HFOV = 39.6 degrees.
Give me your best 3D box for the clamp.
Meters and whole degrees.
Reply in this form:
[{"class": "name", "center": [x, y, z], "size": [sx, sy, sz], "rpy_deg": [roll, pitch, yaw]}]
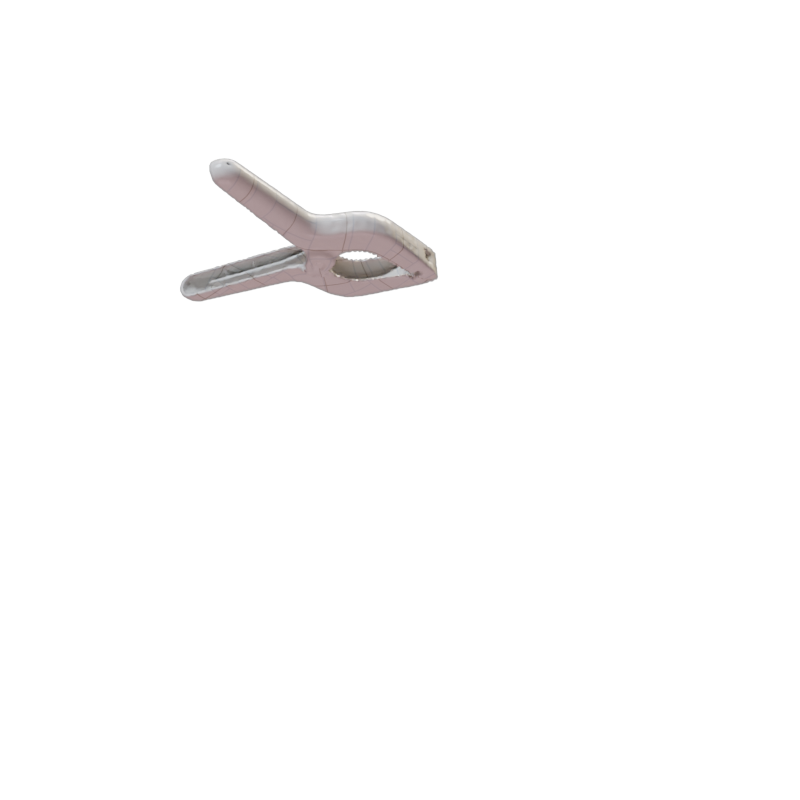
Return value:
[{"class": "clamp", "center": [-0.070, -0.127, 0.892], "size": [0.208, 0.039, 0.155], "rpy_deg": [4, -33, -7]}]
